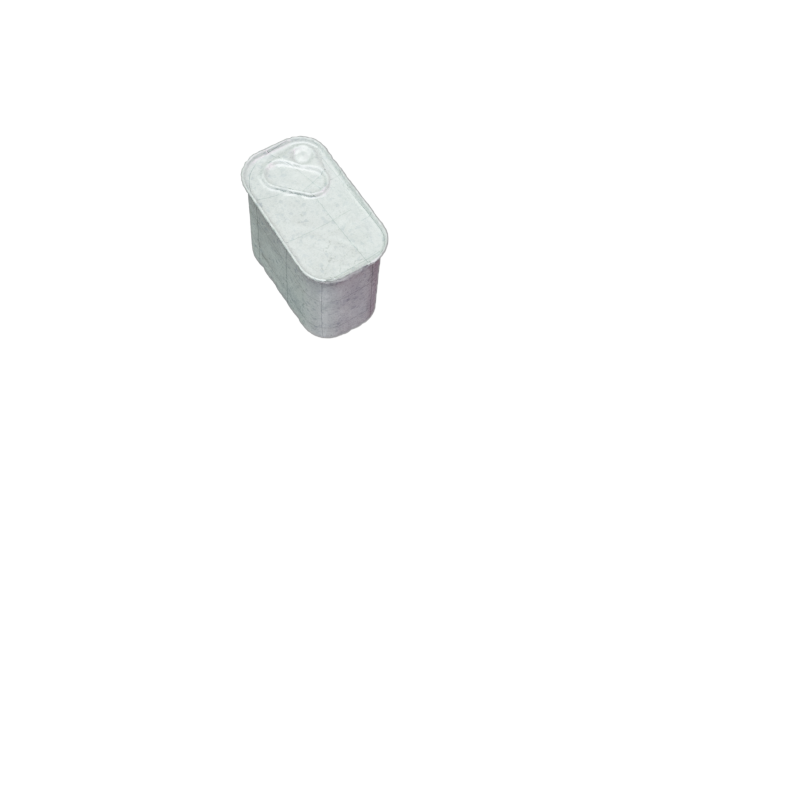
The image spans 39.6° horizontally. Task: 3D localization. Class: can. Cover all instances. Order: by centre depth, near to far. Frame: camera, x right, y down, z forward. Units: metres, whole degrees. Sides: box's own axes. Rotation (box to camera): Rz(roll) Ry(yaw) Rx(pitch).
[{"bbox_3d":[-0.054,-0.098,0.688,0.057,0.108,0.079,-28,-24,-16],"label":"can"}]
